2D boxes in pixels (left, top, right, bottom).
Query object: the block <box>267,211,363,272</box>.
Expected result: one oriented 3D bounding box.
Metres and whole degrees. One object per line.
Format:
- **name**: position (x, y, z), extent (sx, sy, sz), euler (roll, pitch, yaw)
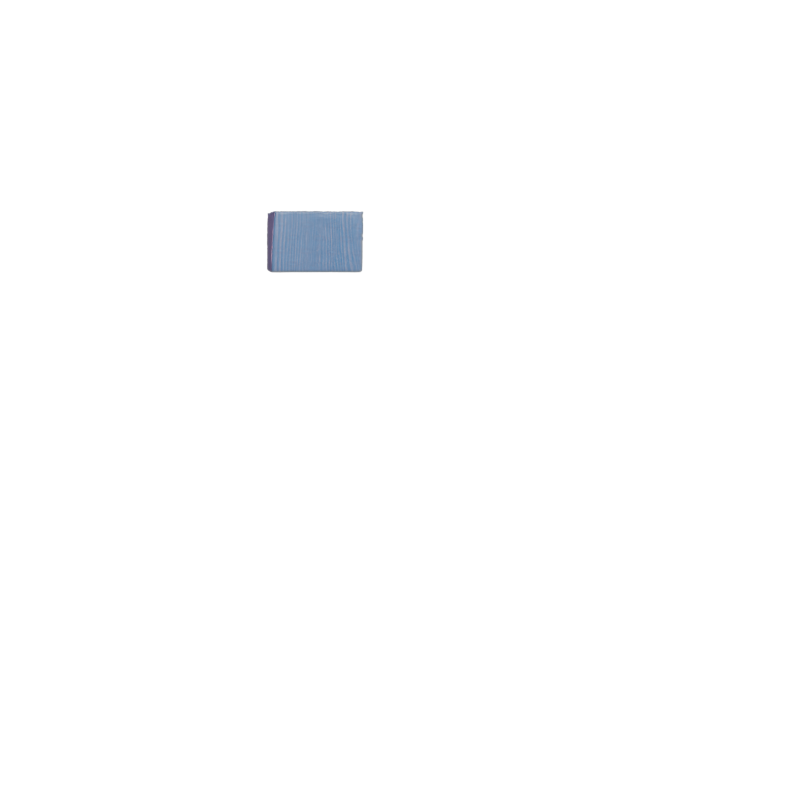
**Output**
- **block**: position (-0.074, -0.135, 0.948), extent (0.077, 0.051, 0.054), euler (-1, 5, -10)
